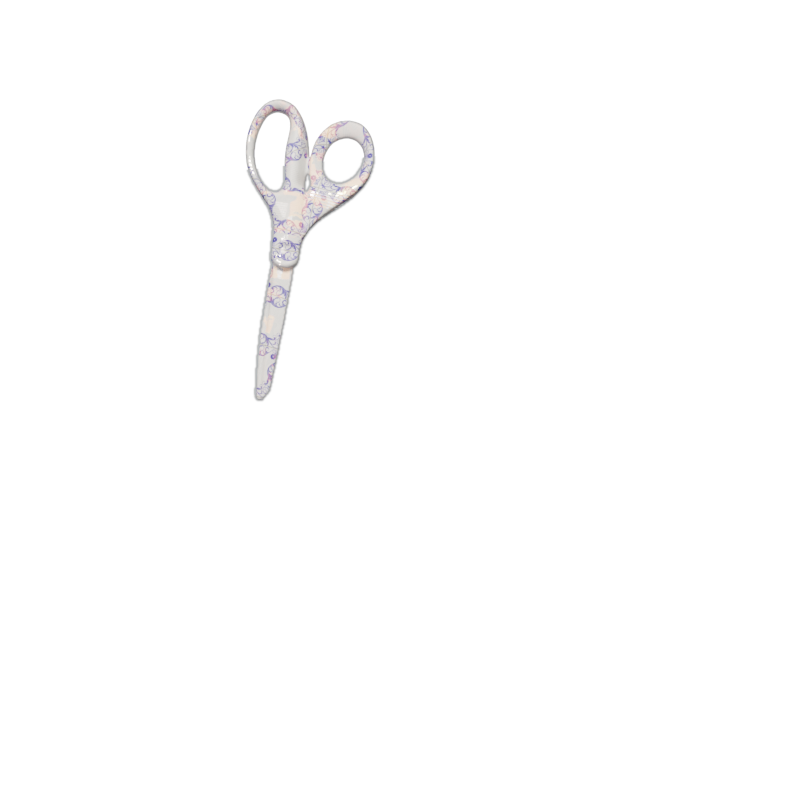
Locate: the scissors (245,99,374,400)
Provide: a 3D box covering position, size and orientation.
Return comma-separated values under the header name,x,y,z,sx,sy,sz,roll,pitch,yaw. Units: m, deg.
name,x,y,z,sx,sy,sz,roll,pitch,yaw
scissors,-0.058,-0.105,0.737,0.096,0.209,0.015,-7,-14,-2
